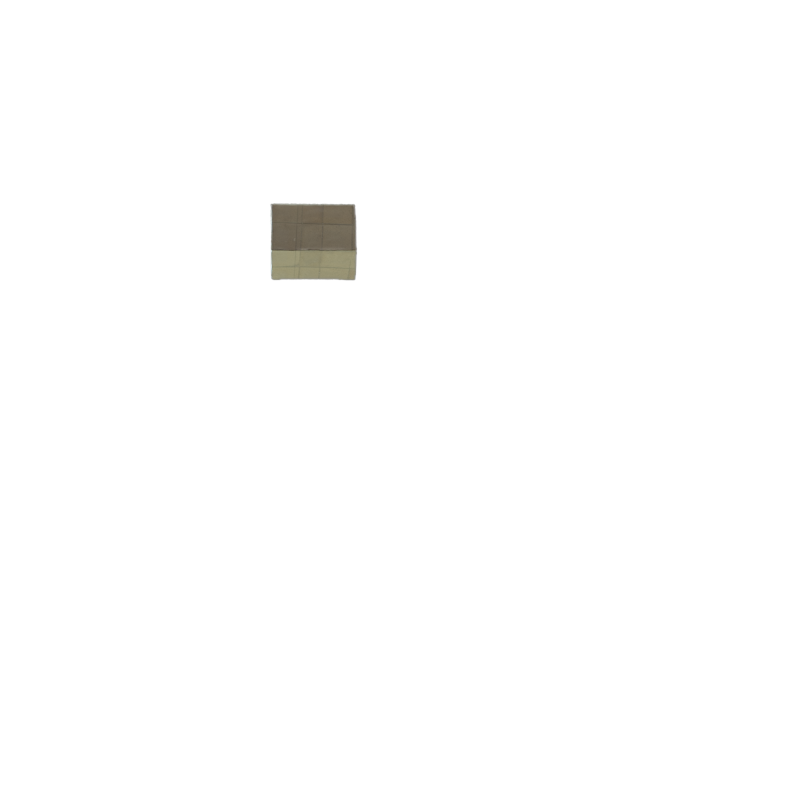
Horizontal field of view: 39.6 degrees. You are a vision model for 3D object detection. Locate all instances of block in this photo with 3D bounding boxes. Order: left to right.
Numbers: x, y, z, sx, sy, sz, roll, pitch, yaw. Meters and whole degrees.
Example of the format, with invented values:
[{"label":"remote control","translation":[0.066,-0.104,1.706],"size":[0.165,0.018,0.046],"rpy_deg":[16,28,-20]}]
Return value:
[{"label":"block","translation":[-0.078,-0.142,0.994],"size":[0.078,0.054,0.050],"rpy_deg":[1,-29,-3]}]
